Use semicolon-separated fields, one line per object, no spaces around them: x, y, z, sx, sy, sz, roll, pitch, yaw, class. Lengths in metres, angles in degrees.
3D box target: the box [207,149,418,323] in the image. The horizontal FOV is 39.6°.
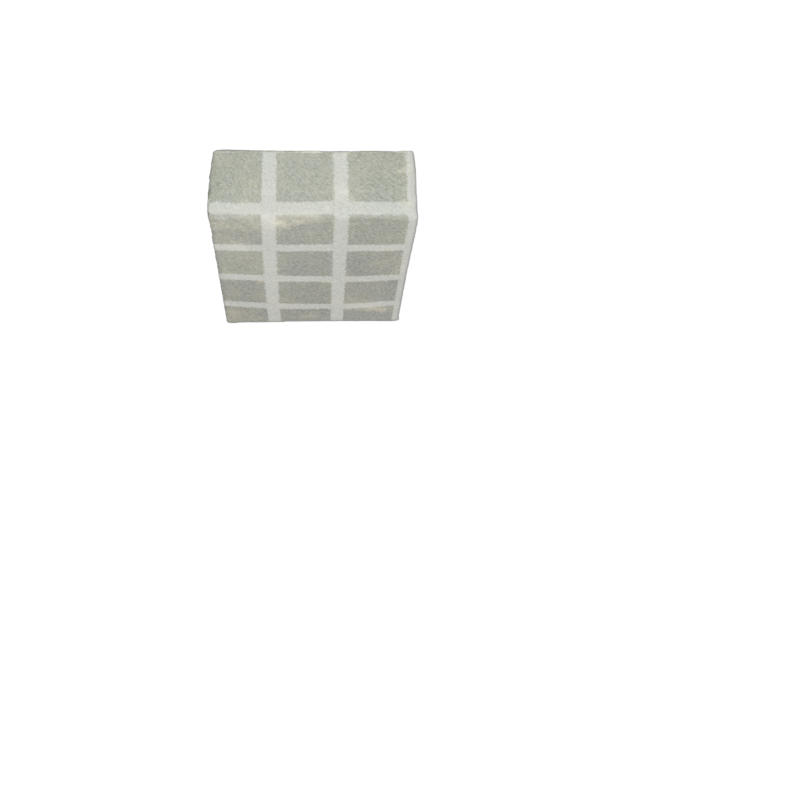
-0.075;-0.137;0.956;0.164;0.076;0.203;0;-21;-3;box
